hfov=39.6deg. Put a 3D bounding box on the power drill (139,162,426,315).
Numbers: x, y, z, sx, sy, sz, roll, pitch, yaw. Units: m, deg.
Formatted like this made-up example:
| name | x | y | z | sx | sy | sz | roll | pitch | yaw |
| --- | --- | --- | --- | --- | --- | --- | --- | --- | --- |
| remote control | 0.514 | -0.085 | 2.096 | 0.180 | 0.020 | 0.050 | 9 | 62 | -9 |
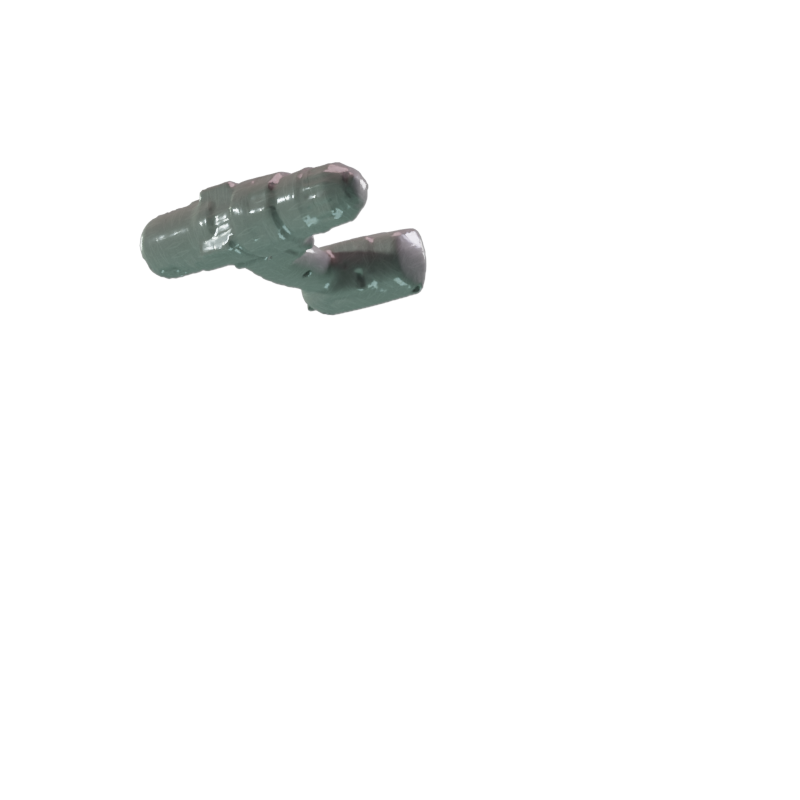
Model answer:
| name | x | y | z | sx | sy | sz | roll | pitch | yaw |
| --- | --- | --- | --- | --- | --- | --- | --- | --- | --- |
| power drill | -0.062 | -0.113 | 0.789 | 0.189 | 0.059 | 0.177 | -8 | -14 | 35 |
